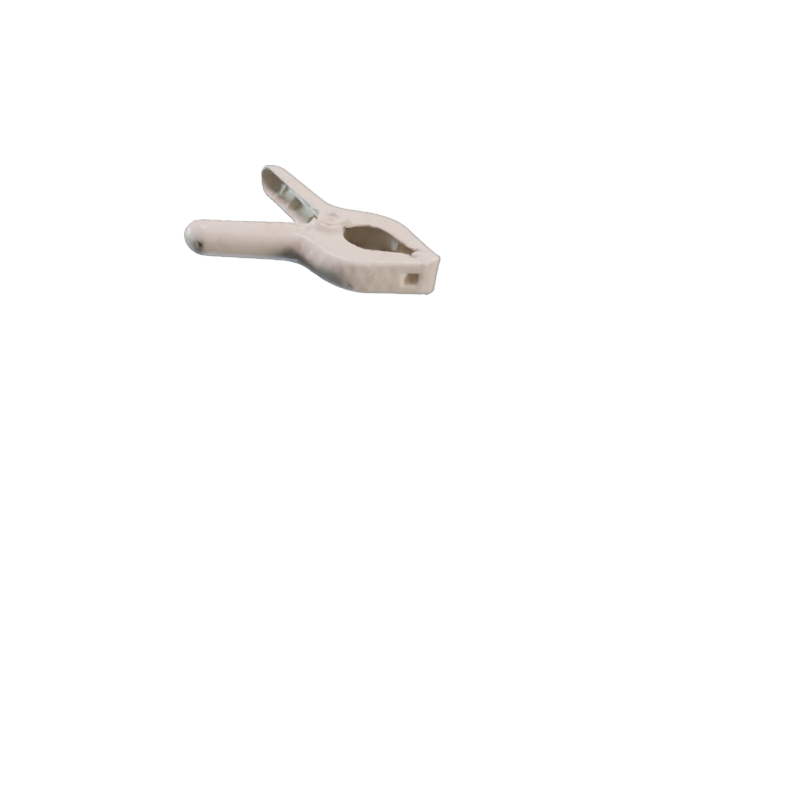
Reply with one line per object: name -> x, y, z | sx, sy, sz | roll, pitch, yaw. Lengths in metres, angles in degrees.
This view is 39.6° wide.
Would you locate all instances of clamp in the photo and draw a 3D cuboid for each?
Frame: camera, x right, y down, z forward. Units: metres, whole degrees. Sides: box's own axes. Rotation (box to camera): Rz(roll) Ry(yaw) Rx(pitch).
clamp -> -0.060, -0.109, 0.766 | 0.181, 0.037, 0.122 | 25, 46, 26
